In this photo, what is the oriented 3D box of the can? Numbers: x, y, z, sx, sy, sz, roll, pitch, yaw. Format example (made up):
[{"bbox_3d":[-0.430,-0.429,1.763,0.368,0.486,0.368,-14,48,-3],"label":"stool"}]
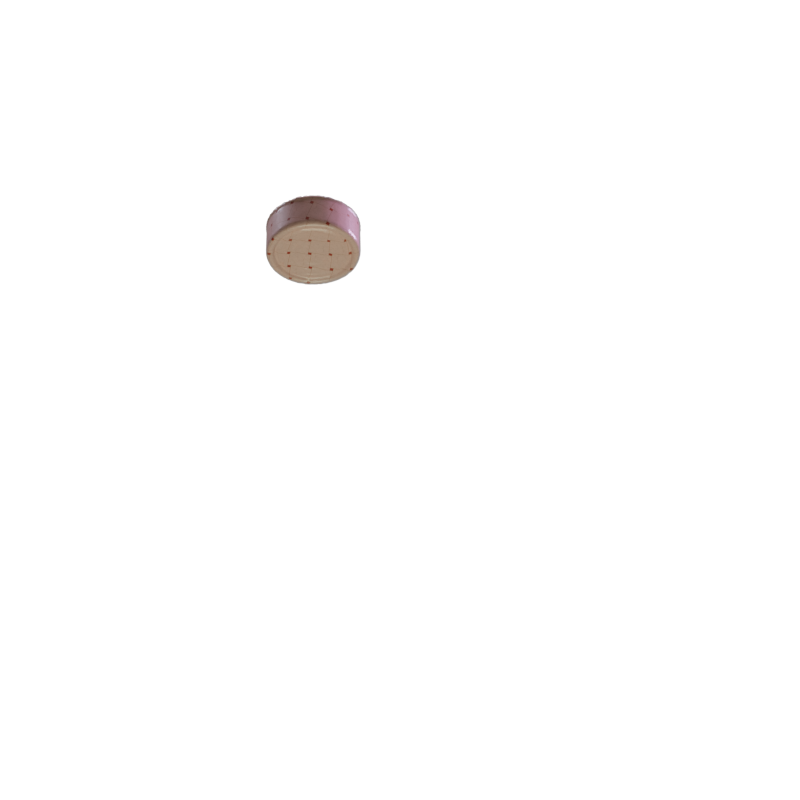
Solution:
[{"bbox_3d":[-0.078,-0.142,0.991,0.086,0.036,0.080,1,-37,-2],"label":"can"}]
